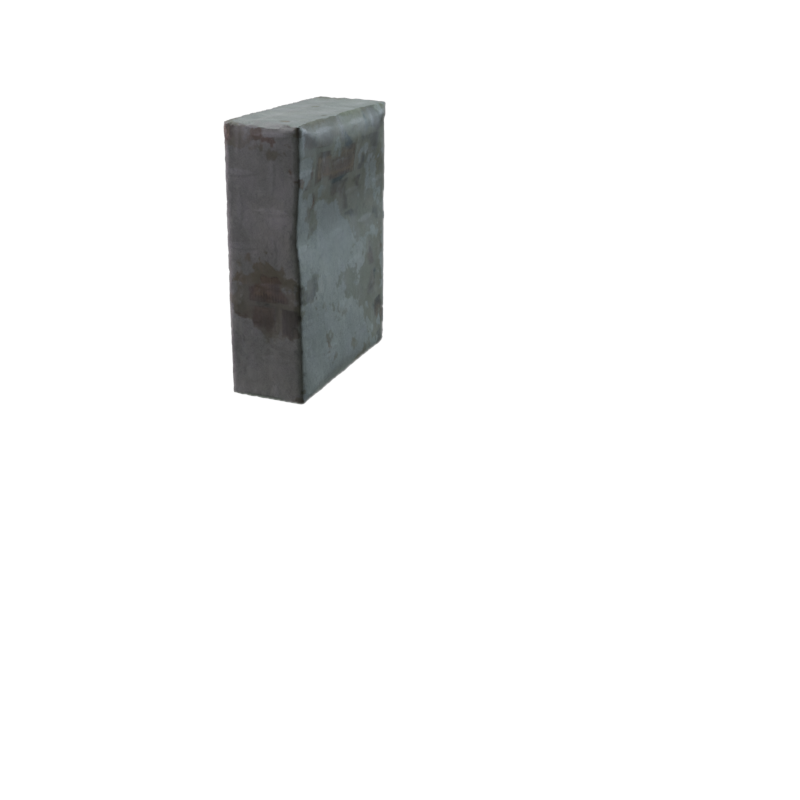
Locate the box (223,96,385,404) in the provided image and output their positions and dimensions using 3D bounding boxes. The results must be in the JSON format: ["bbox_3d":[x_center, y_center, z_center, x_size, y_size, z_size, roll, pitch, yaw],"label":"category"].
[{"bbox_3d":[-0.069,-0.127,0.888,0.074,0.206,0.165,7,19,21],"label":"box"}]
